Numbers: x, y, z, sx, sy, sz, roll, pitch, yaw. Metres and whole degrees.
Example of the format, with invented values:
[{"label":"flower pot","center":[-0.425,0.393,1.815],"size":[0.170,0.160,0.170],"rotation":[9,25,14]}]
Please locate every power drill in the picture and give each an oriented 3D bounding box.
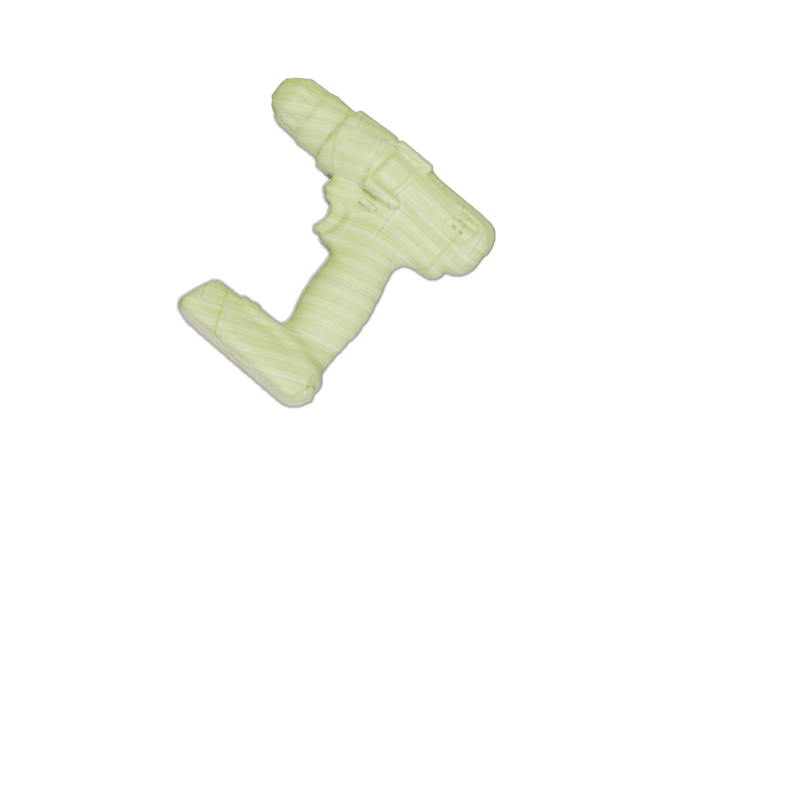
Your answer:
[{"label":"power drill","center":[-0.058,-0.105,0.736],"size":[0.190,0.190,0.055],"rotation":[40,-13,10]}]
